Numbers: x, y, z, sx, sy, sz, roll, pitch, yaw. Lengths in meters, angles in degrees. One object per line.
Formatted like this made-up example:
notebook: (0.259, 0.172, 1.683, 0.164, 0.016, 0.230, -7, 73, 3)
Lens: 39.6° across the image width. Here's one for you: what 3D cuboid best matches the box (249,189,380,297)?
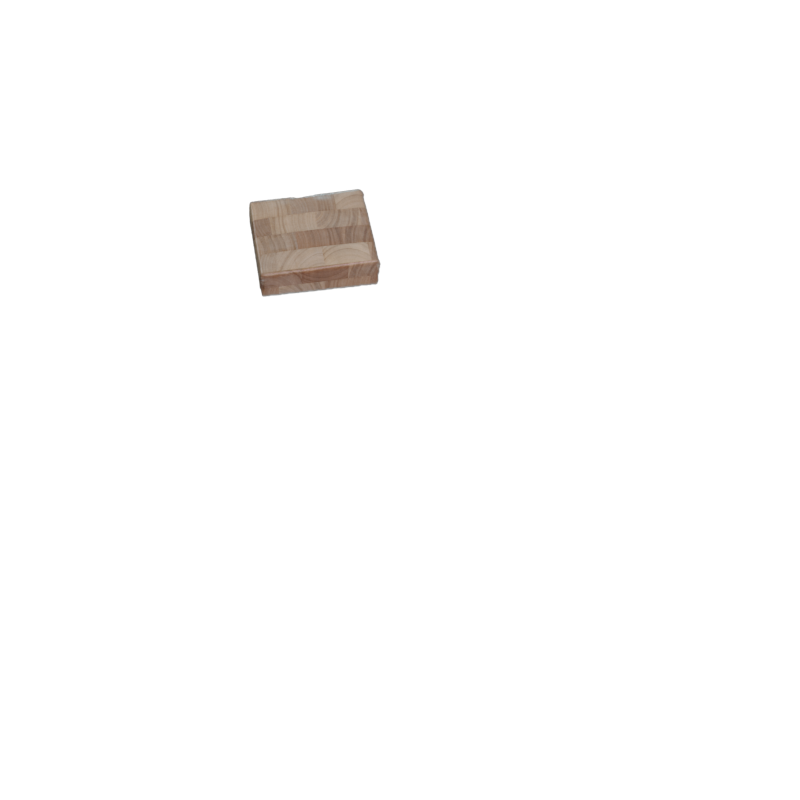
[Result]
box: (-0.065, -0.118, 0.827, 0.089, 0.079, 0.028, -8, -36, -6)
